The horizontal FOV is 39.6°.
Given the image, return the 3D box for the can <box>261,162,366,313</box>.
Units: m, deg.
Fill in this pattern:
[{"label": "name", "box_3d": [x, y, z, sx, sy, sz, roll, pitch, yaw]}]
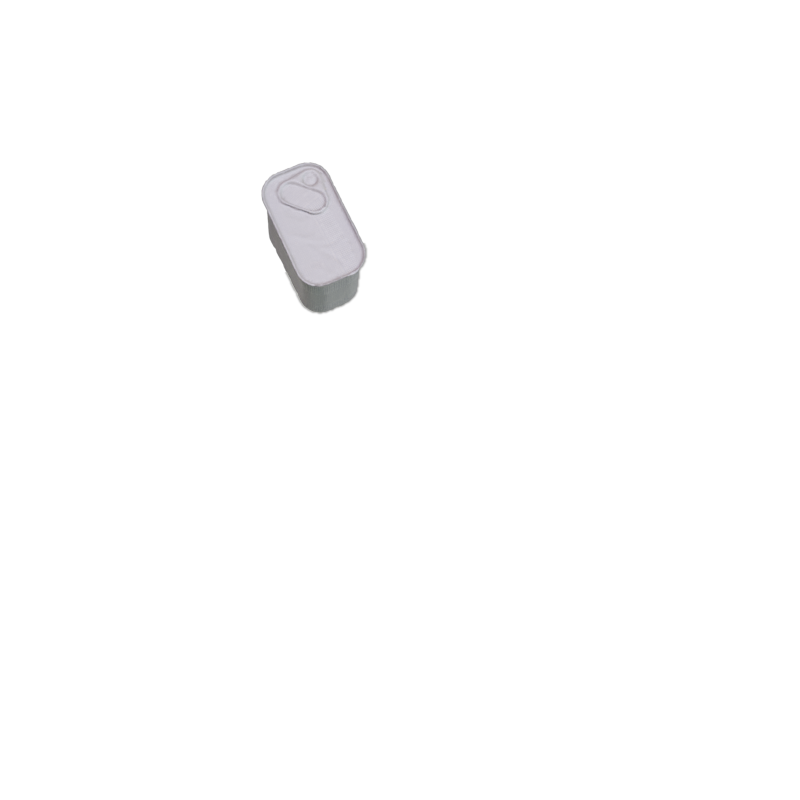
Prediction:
[{"label": "can", "box_3d": [-0.070, -0.128, 0.898, 0.057, 0.107, 0.080, -23, -15, -9]}]
